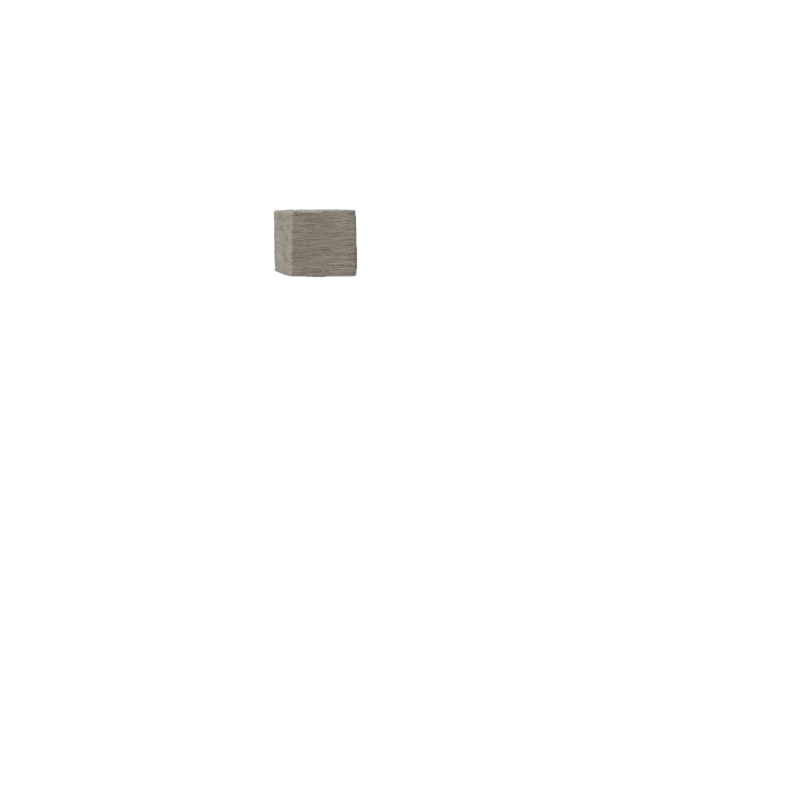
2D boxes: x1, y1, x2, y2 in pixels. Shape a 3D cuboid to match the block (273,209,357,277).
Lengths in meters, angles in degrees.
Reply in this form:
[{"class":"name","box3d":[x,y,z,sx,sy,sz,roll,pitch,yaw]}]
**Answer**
[{"class":"block","box3d":[-0.069,-0.125,0.878,0.052,0.051,0.080,-2,8,-16]}]
